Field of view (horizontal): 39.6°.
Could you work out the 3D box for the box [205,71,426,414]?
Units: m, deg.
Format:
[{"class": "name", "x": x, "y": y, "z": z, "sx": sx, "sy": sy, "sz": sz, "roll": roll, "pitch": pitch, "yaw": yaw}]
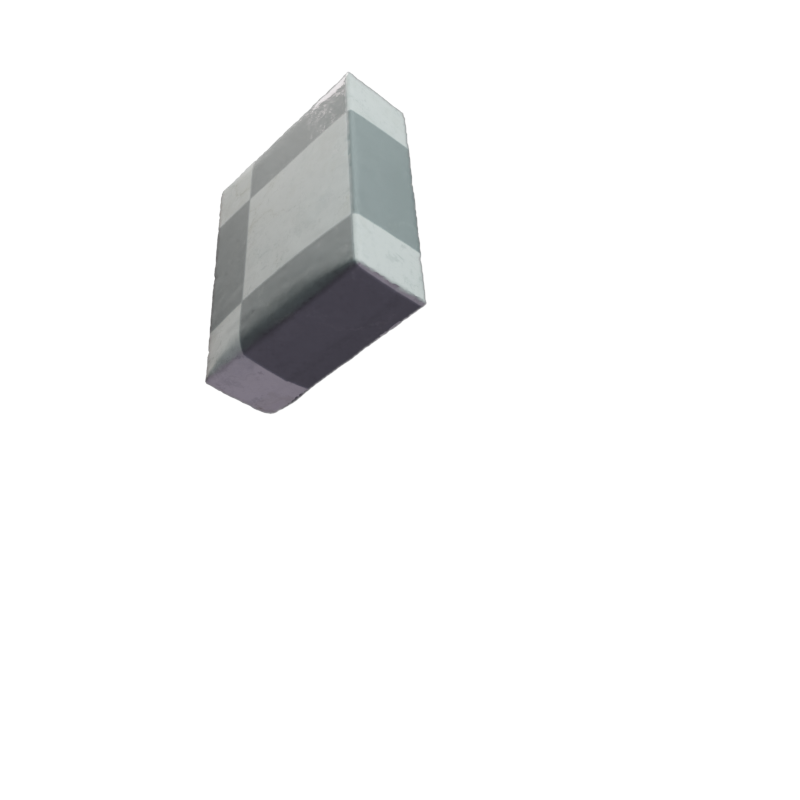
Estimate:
[{"class": "box", "x": -0.065, "y": -0.119, "z": 0.834, "sx": 0.068, "sy": 0.230, "sz": 0.162, "roll": 32, "pitch": -53, "yaw": -32}]
